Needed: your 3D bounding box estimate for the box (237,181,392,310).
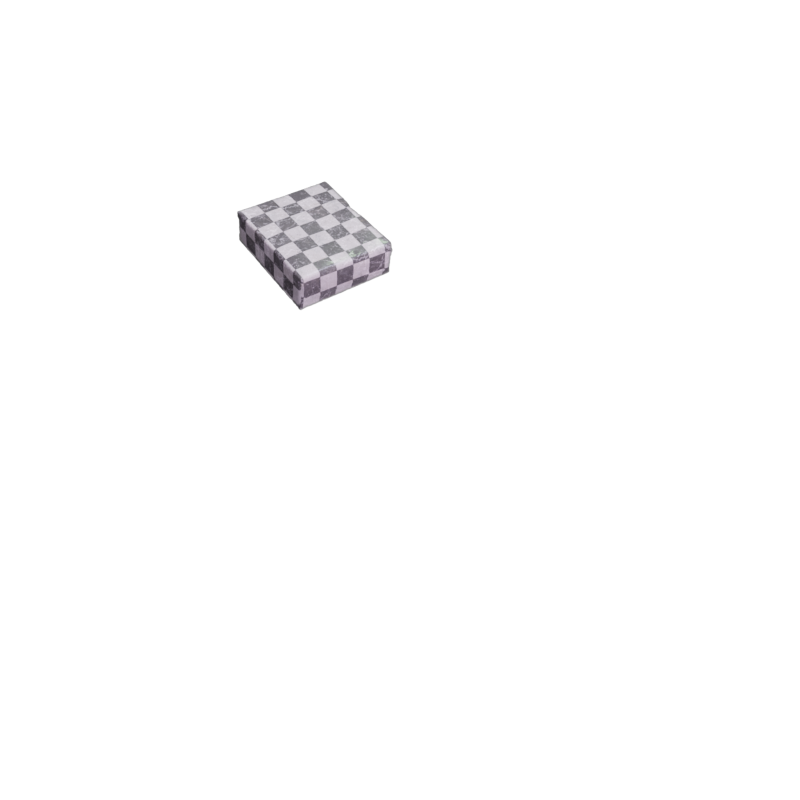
[{"bbox_3d":[-0.060,-0.109,0.766,0.072,0.028,0.096,-23,48,-23],"label":"box"}]
